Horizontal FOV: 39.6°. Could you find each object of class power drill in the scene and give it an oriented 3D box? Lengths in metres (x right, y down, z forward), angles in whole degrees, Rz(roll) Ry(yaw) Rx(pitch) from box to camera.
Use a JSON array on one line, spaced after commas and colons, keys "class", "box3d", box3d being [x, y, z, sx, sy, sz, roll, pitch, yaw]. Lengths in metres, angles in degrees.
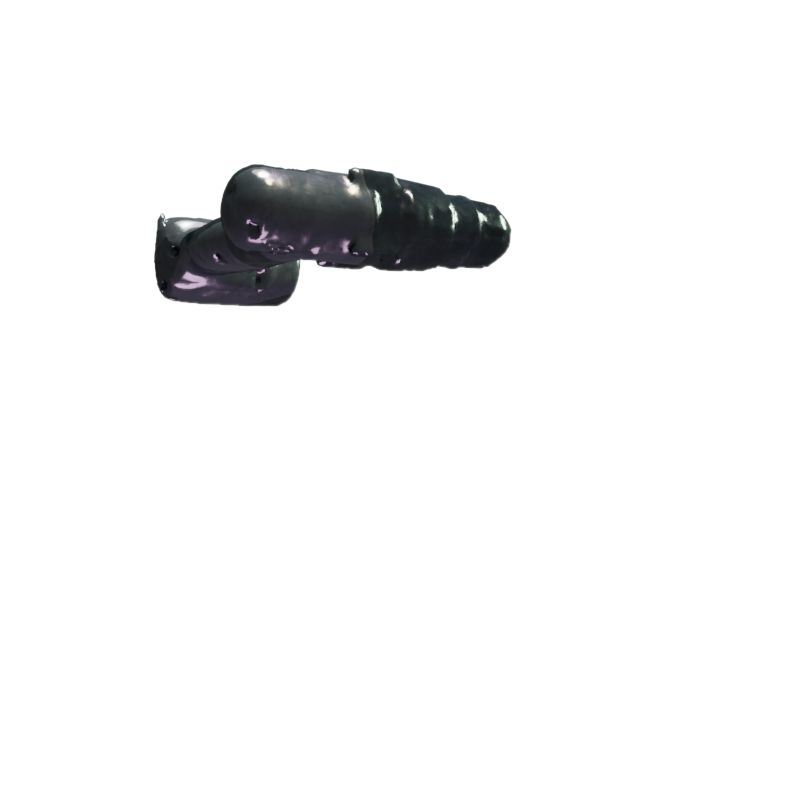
[{"class": "power drill", "box3d": [-0.053, -0.096, 0.675, 0.177, 0.059, 0.191, 4, -7, -34]}]
